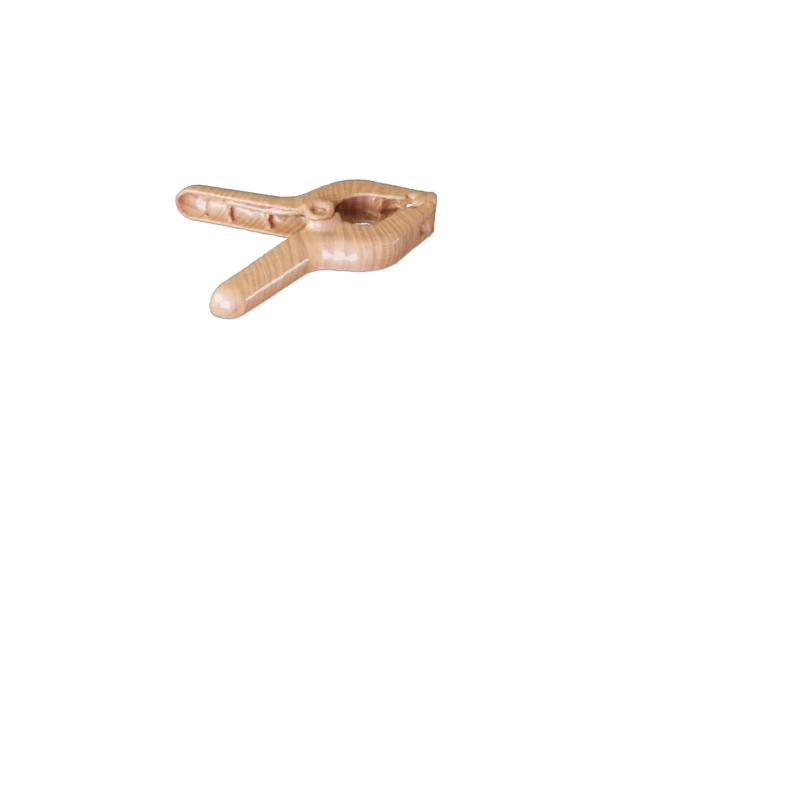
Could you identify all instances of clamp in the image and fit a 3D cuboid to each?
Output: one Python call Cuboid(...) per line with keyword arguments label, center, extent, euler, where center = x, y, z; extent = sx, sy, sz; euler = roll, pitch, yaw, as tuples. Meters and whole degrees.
Cuboid(label="clamp", center=(-0.055, -0.101, 0.708), extent=(0.170, 0.130, 0.036), euler=(-7, -40, -6))
